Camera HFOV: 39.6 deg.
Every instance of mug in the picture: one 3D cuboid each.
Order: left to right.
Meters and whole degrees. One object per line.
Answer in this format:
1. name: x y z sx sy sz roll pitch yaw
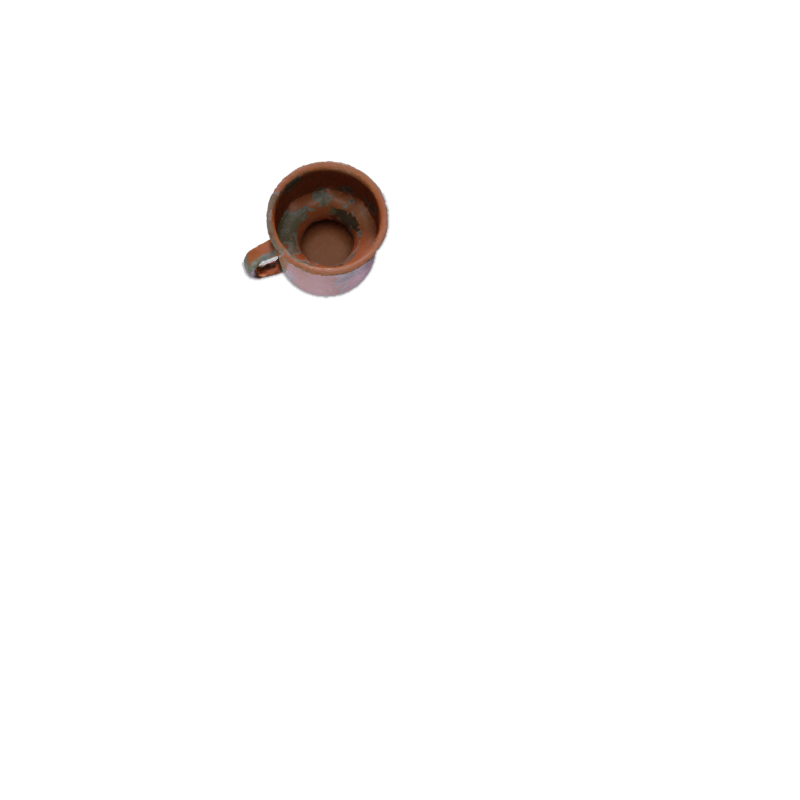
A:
1. mug: -0.068 -0.125 0.875 0.117 0.097 0.078 -27 -14 -9
